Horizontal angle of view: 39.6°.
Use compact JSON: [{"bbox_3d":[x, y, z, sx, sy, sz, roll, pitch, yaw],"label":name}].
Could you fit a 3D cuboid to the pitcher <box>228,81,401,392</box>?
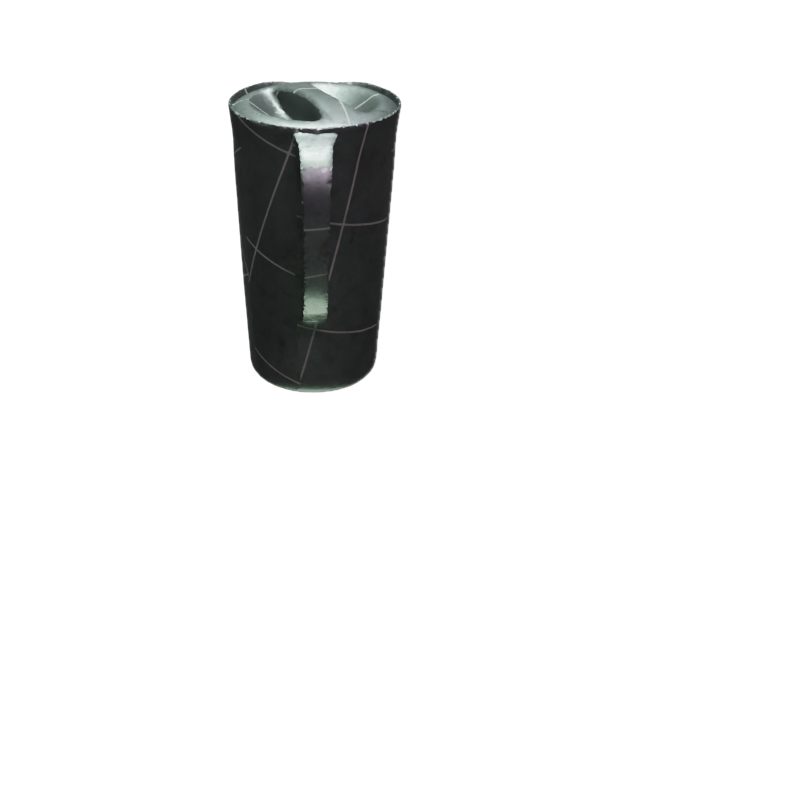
[{"bbox_3d":[-0.070,-0.127,0.892,0.154,0.230,0.148,22,33,35],"label":"pitcher"}]
